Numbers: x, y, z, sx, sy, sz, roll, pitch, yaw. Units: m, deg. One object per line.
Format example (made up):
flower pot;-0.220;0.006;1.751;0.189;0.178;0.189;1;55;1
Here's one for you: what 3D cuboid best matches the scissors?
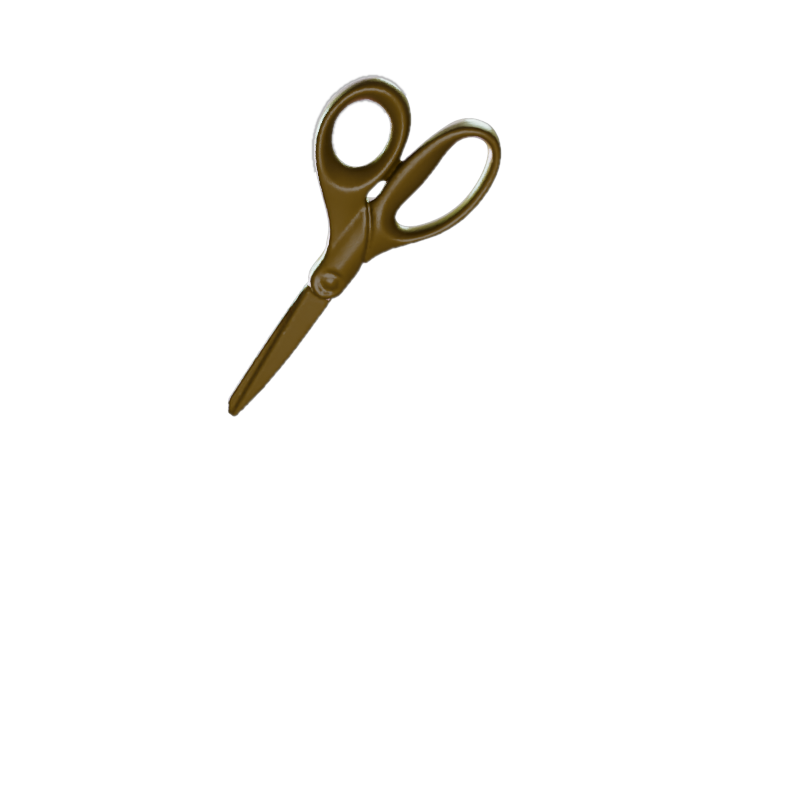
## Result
scissors;-0.042;-0.077;0.542;0.200;0.091;0.017;-37;22;17
